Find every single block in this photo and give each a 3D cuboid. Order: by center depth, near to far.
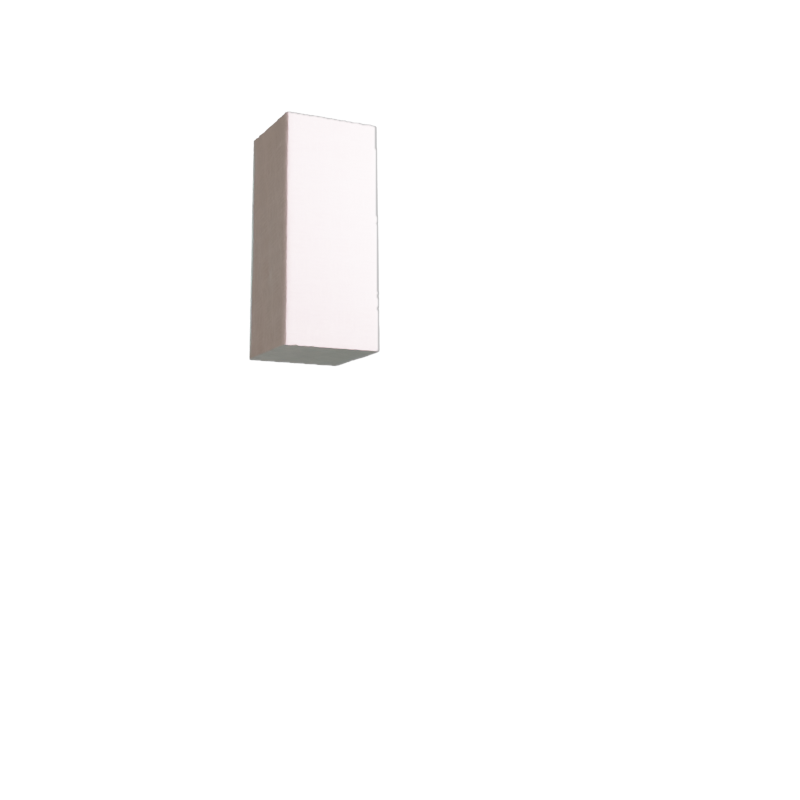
[{"bbox_3d":[-0.078,-0.142,0.992,0.088,0.213,0.090,6,-15,-25],"label":"block"}]
